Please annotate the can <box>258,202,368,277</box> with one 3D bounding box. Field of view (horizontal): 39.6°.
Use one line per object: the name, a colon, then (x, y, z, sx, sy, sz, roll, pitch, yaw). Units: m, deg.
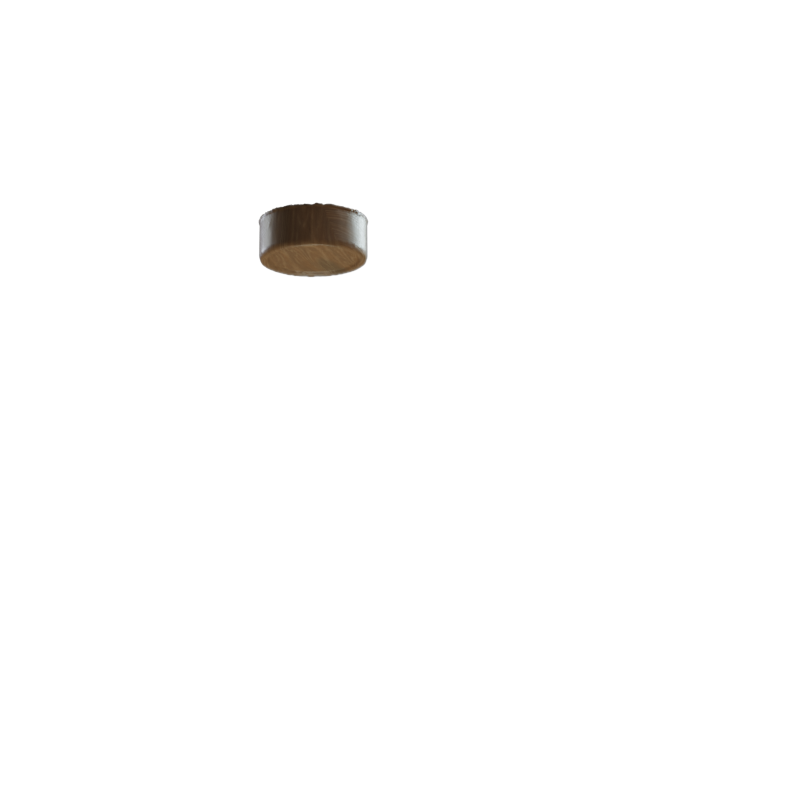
can: (-0.068, -0.123, 0.864, 0.086, 0.035, 0.083, 0, -12, -2)
